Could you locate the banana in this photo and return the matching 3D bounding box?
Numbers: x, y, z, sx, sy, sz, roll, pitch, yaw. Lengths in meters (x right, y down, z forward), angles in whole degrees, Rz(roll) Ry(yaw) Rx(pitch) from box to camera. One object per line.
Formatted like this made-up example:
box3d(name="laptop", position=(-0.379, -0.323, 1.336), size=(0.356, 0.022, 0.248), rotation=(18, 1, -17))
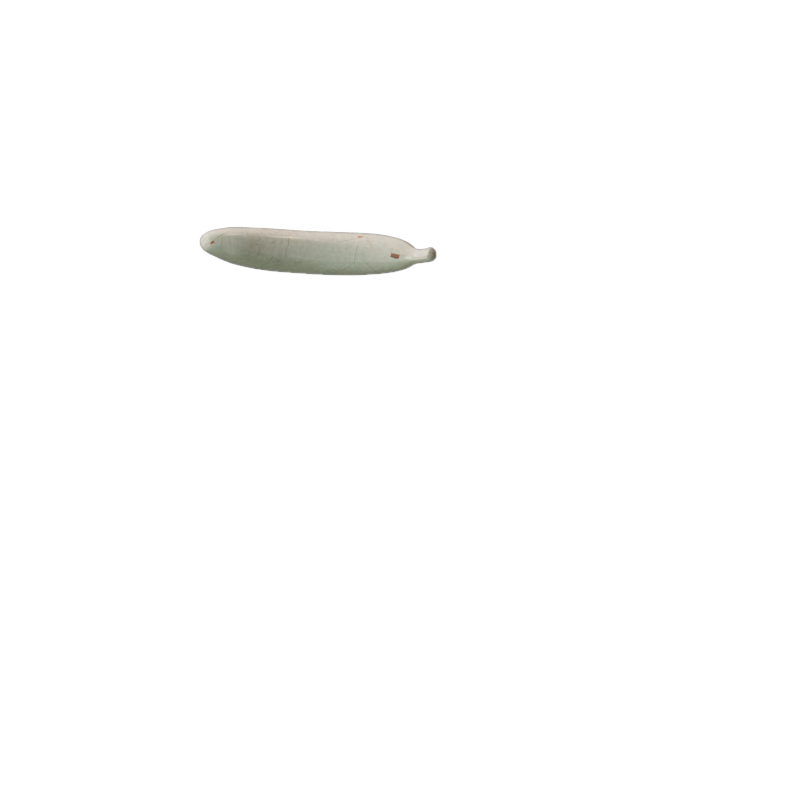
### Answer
box3d(name="banana", position=(-0.072, -0.130, 0.952), size=(0.196, 0.038, 0.068), rotation=(1, -11, -5))
